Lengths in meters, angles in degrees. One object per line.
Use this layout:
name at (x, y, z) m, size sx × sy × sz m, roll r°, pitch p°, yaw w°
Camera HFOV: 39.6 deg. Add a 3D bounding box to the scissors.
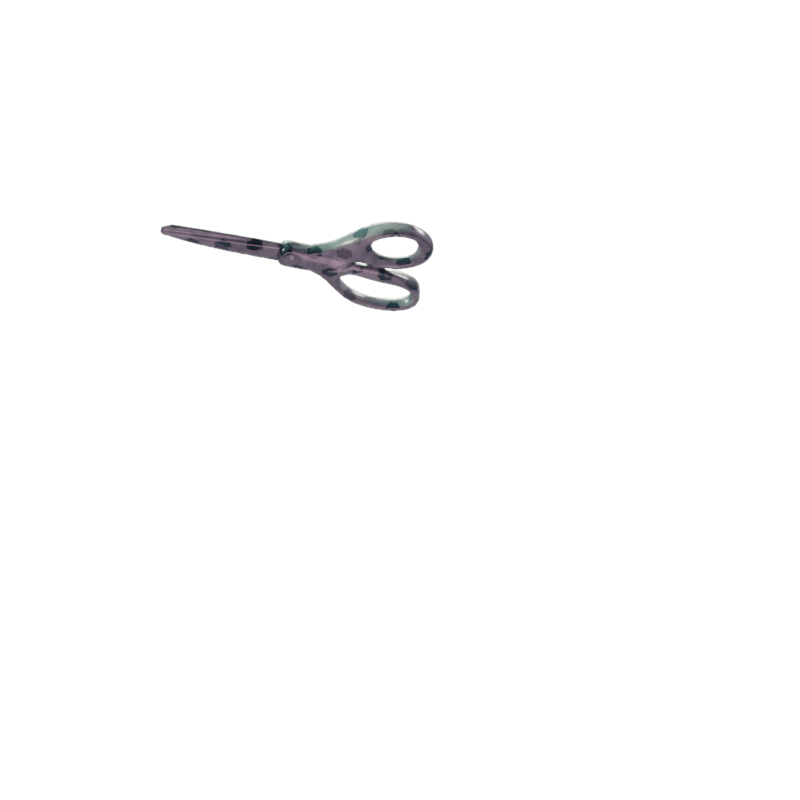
scissors at (-0.063, -0.115, 0.807) m, size 0.193 × 0.017 × 0.094 m, roll 21°, pitch -44°, yaw -23°
